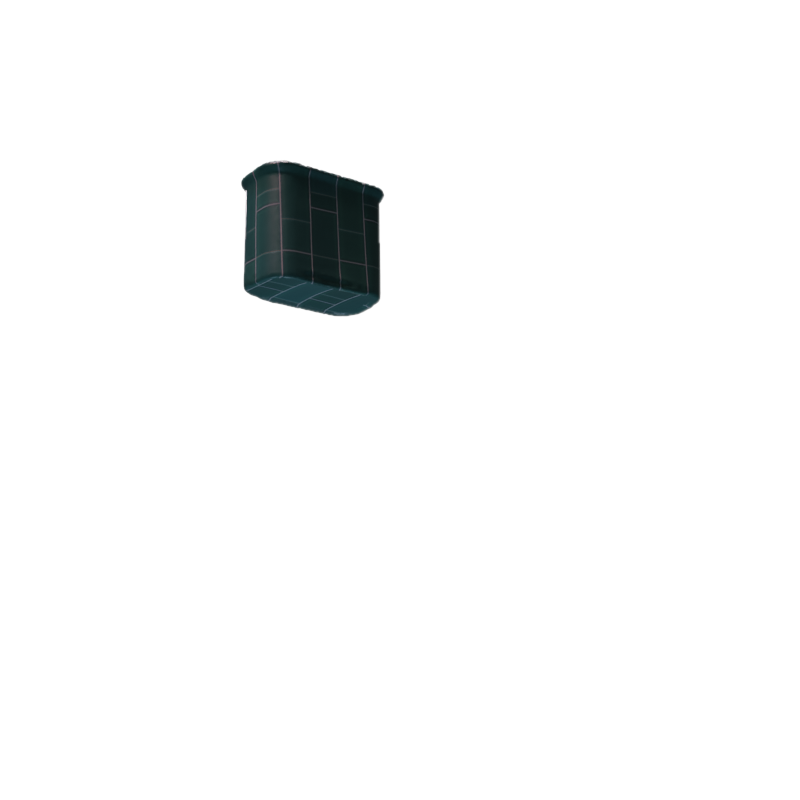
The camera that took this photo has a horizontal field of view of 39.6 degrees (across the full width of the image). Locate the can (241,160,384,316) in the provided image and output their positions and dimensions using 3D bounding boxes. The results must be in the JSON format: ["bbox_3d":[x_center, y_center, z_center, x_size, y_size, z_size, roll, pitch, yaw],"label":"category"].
[{"bbox_3d":[-0.061,-0.111,0.777,0.097,0.088,0.058,11,-23,-33],"label":"can"}]
